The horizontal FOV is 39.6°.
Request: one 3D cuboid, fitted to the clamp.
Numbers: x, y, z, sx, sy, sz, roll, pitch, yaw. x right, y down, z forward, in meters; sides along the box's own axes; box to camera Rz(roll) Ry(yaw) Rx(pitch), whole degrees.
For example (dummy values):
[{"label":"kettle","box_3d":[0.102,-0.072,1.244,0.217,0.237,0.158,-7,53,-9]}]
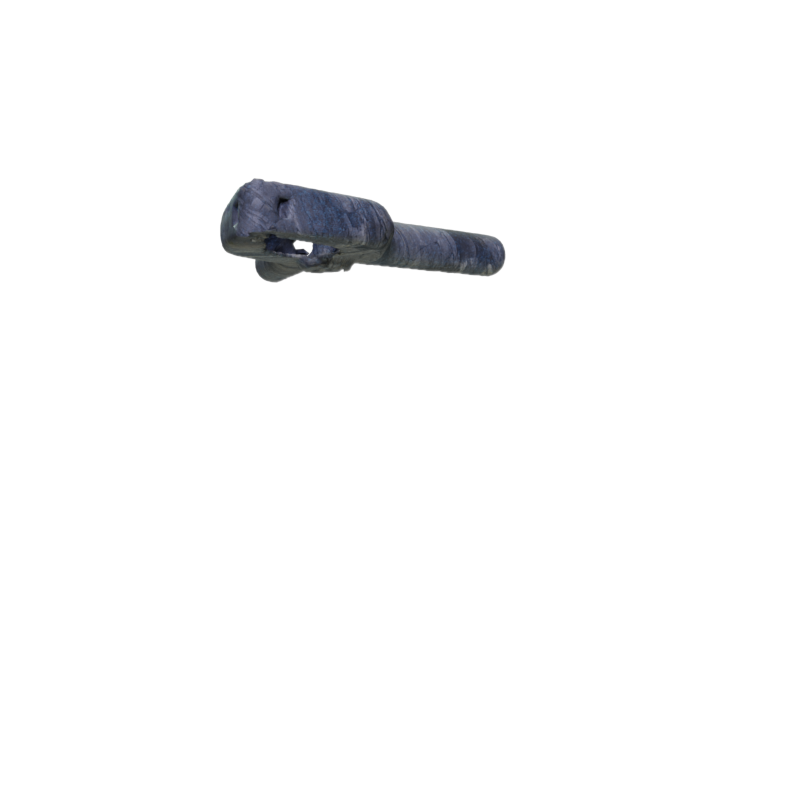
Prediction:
[{"label":"clamp","box_3d":[-0.050,-0.091,0.634,0.169,0.037,0.201,-1,-1,26]}]
